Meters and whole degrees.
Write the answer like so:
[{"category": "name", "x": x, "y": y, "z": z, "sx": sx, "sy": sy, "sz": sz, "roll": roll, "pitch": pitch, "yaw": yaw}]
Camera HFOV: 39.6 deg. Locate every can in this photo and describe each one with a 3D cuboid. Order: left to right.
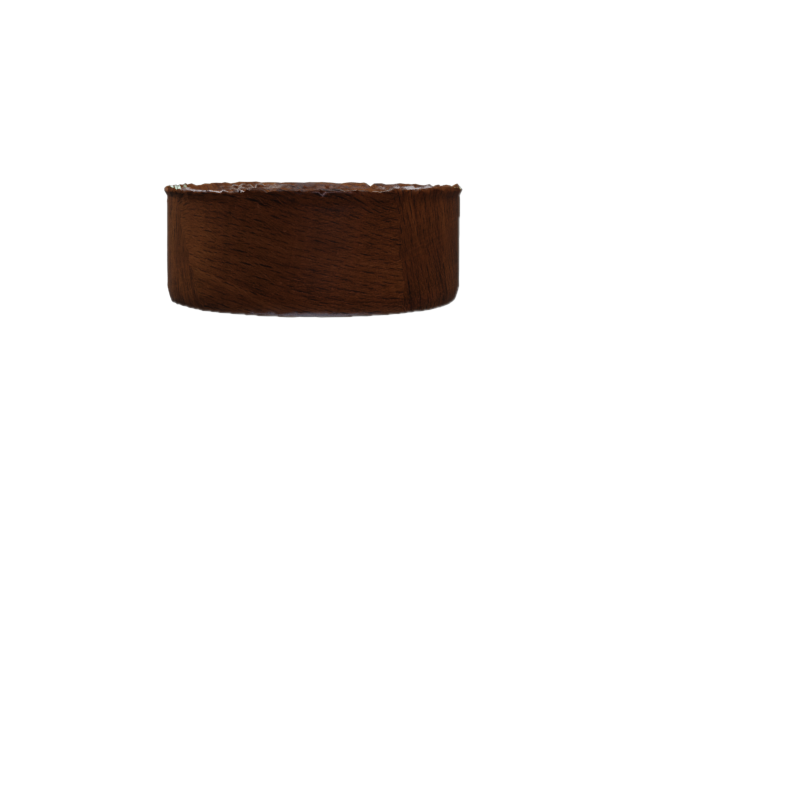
[{"category": "can", "x": -0.025, "y": -0.046, "z": 0.322, "sx": 0.086, "sy": 0.033, "sz": 0.088, "roll": 0, "pitch": 11, "yaw": -2}]
